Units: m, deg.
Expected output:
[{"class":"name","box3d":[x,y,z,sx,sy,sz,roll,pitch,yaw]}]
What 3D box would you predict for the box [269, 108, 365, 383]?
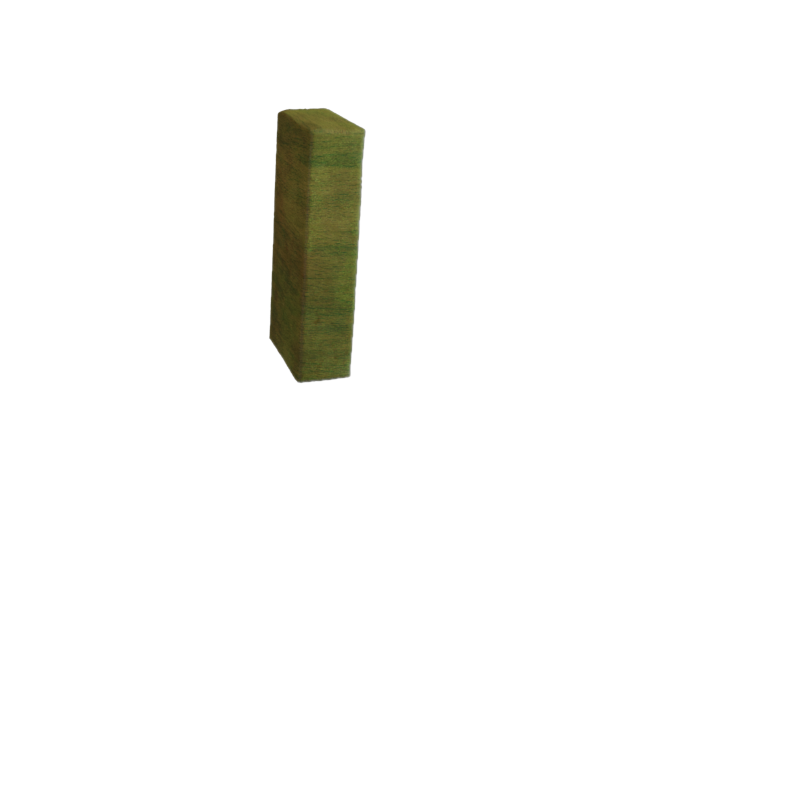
[{"class":"box","box3d":[-0.061,-0.111,0.777,0.047,0.170,0.099,-4,18,-18]}]
